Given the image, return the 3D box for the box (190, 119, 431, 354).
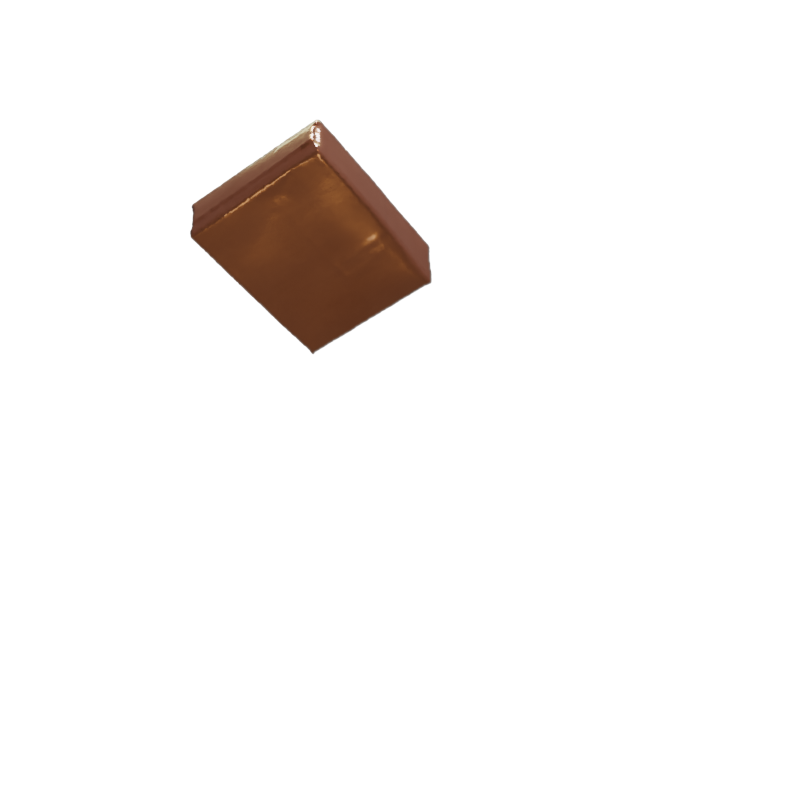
[{"bbox_3d":[-0.049,-0.089,0.623,0.090,0.106,0.042,-30,32,21],"label":"box"}]
